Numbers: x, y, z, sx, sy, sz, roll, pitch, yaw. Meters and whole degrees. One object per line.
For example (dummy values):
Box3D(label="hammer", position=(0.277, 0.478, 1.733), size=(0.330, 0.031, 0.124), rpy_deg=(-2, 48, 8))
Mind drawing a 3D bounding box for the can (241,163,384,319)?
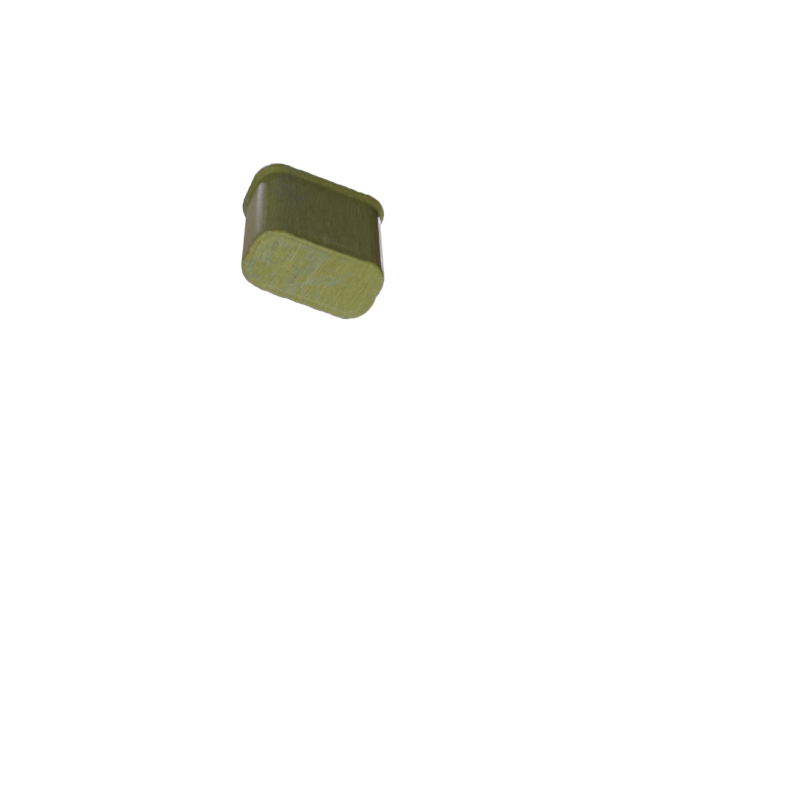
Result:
Box3D(label="can", position=(-0.061, -0.112, 0.783), size=(0.099, 0.055, 0.090), rpy_deg=(18, 36, -15))
